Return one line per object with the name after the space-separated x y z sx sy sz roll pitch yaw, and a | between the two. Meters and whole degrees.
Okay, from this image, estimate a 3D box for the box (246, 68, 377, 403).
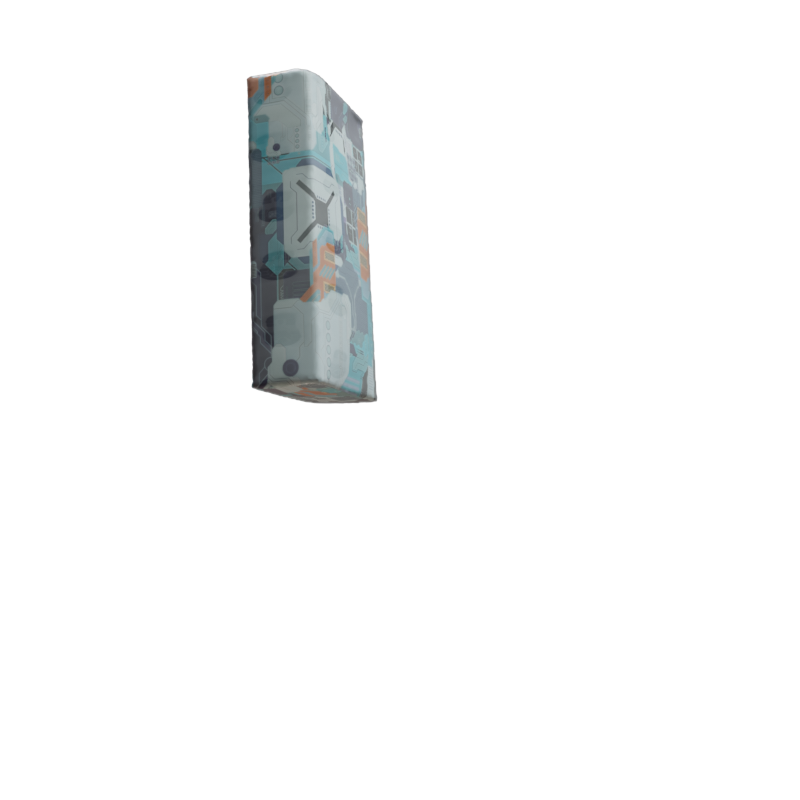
-0.049 -0.090 0.629 0.049 0.182 0.089 -5 -13 18 | box
